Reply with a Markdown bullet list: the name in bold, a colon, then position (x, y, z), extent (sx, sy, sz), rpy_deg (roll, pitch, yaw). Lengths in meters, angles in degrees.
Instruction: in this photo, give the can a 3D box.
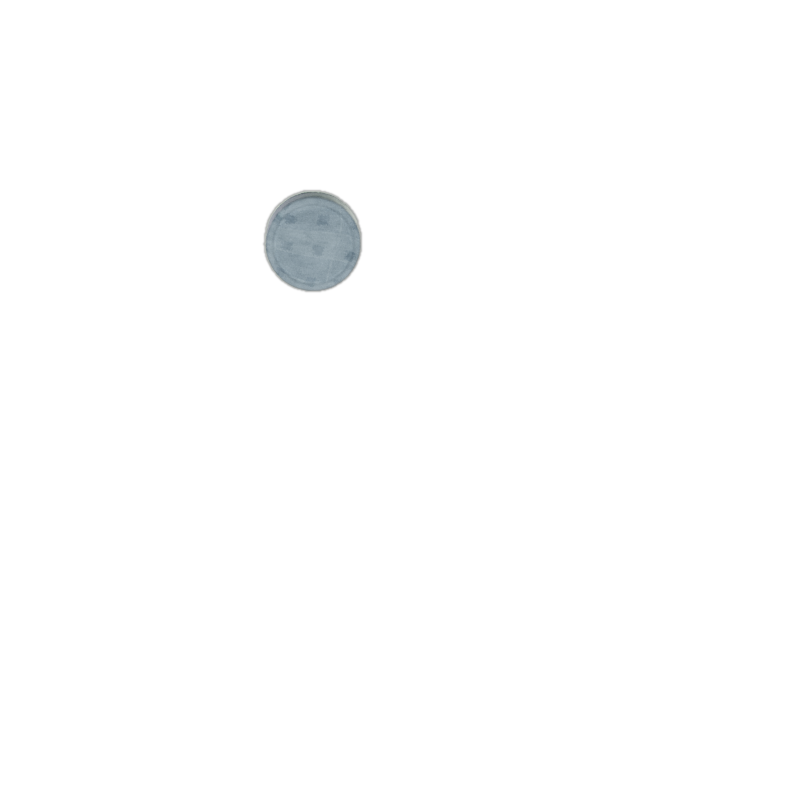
- **can**: position (-0.076, -0.139, 0.977), extent (0.086, 0.084, 0.034), rpy_deg (0, 12, -1)
